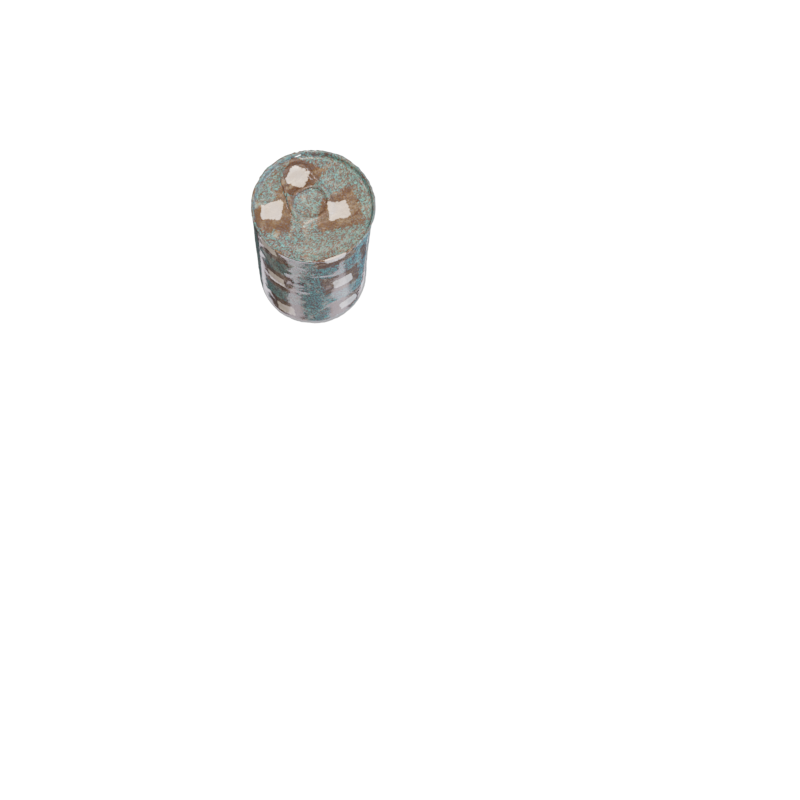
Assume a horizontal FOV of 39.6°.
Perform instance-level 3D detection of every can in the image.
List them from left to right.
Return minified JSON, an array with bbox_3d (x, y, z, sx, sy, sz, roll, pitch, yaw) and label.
[{"bbox_3d":[-0.051,-0.092,0.648,0.068,0.072,0.098,0,-19,-3],"label":"can"}]
